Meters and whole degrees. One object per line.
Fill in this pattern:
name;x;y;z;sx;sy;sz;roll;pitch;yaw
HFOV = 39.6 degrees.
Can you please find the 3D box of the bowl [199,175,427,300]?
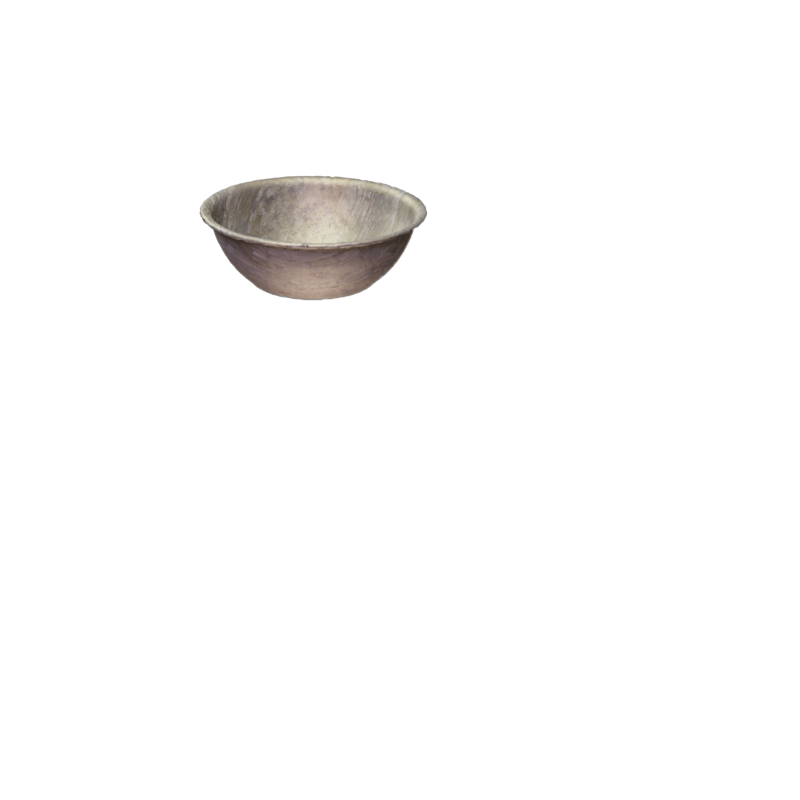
bowl;-0.062;-0.114;0.797;0.162;0.052;0.171;-1;26;-2
